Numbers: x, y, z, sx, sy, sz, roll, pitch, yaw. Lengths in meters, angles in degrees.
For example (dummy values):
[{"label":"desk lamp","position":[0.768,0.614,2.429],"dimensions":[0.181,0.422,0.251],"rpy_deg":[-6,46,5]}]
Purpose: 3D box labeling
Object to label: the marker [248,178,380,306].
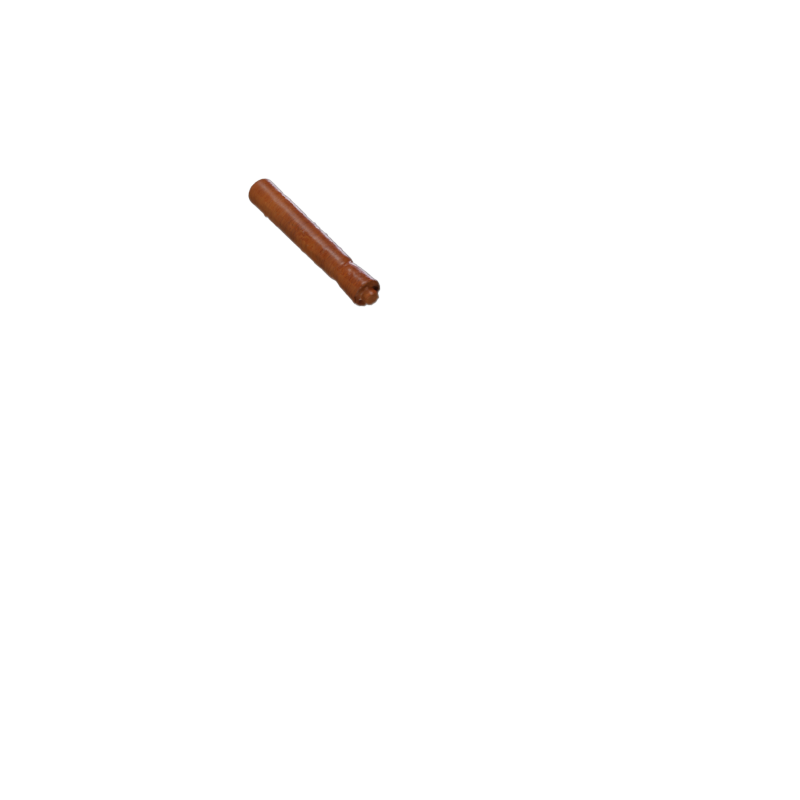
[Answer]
[{"label":"marker","position":[-0.052,-0.096,0.671],"dimensions":[0.019,0.019,0.130],"rpy_deg":[-3,38,-43]}]
